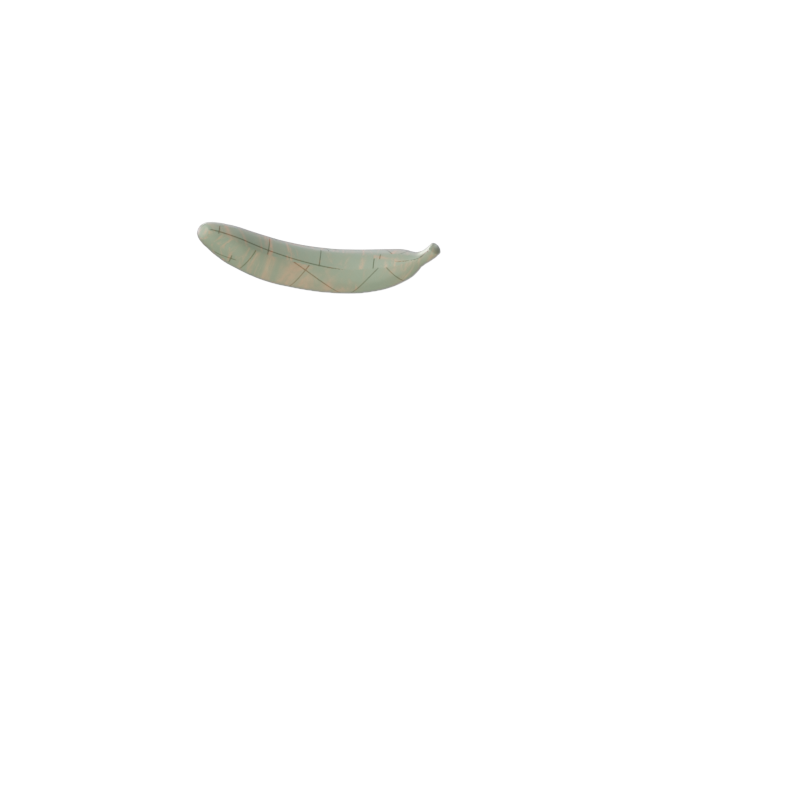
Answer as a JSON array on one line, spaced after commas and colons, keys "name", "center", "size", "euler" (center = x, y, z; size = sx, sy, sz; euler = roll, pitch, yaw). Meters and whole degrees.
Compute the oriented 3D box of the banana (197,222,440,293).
[{"name": "banana", "center": [-0.070, -0.119, 0.925], "size": [0.196, 0.039, 0.065], "euler": [3, -41, -4]}]
